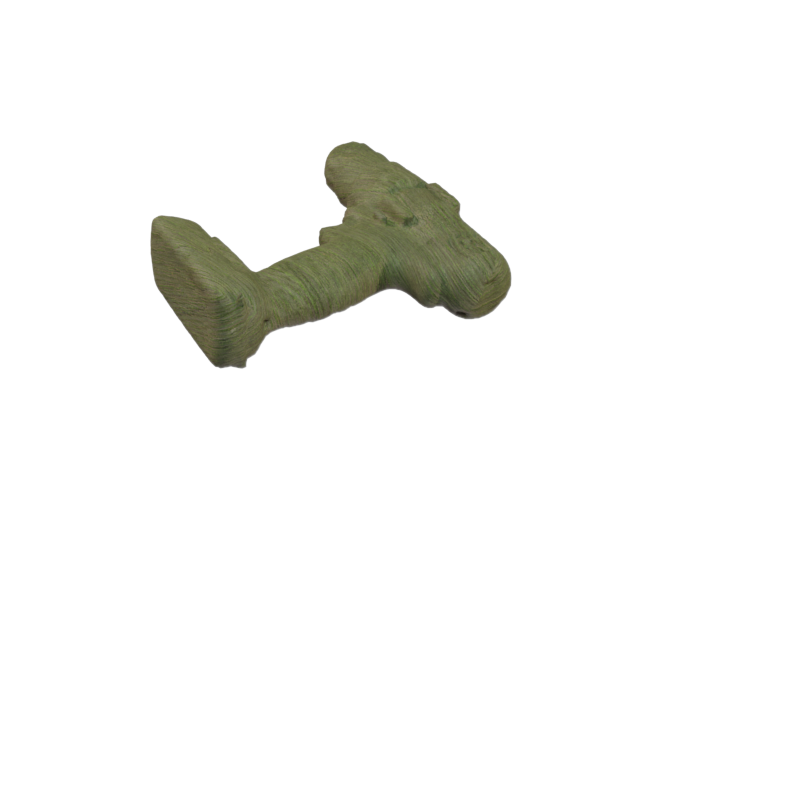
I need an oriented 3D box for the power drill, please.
[{"bbox_3d":[-0.053,-0.097,0.680,0.185,0.054,0.199,-19,41,-23],"label":"power drill"}]
